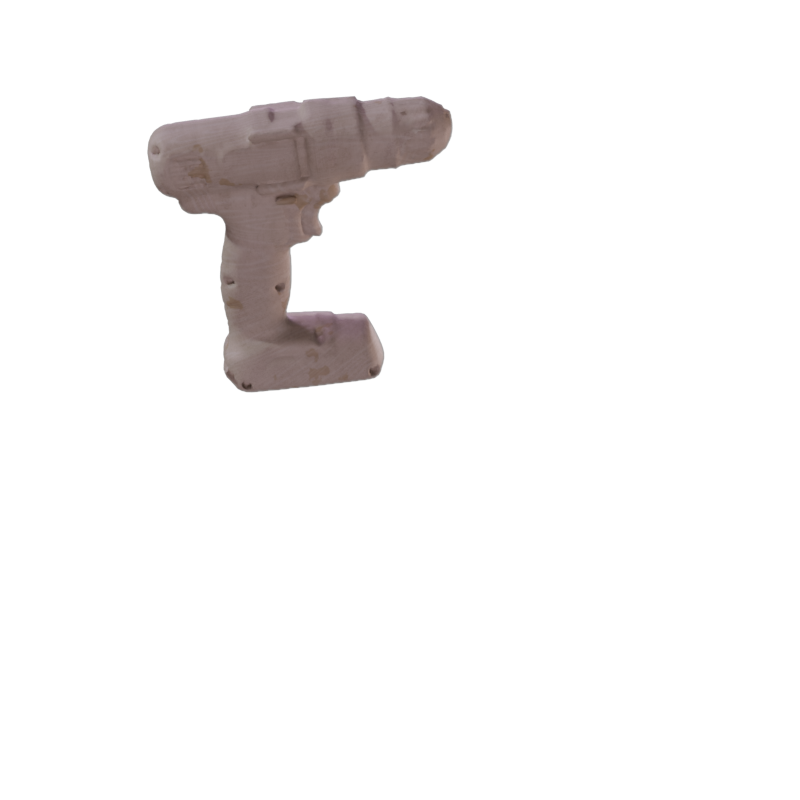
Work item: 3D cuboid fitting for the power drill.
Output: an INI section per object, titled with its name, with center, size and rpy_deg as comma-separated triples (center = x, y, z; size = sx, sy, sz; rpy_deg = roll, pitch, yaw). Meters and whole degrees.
[power drill]
center = -0.055, -0.100, 0.702
size = 0.185, 0.176, 0.061
rpy_deg = -5, 28, 2
